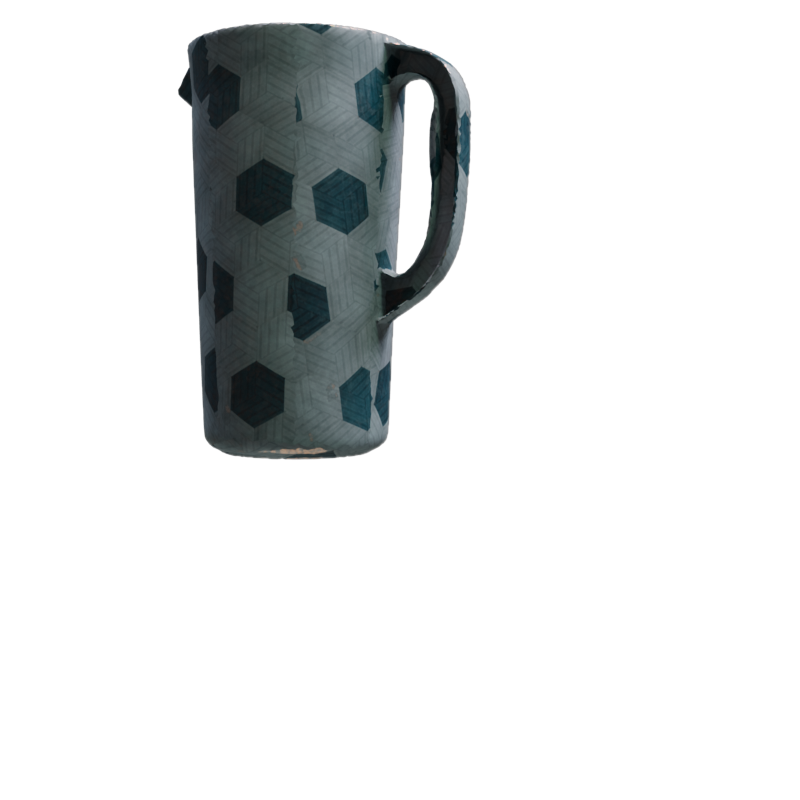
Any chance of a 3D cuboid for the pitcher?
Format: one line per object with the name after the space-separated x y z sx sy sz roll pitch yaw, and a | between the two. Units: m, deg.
-0.051 -0.093 0.648 0.141 0.245 0.152 1 -2 -20 | pitcher
